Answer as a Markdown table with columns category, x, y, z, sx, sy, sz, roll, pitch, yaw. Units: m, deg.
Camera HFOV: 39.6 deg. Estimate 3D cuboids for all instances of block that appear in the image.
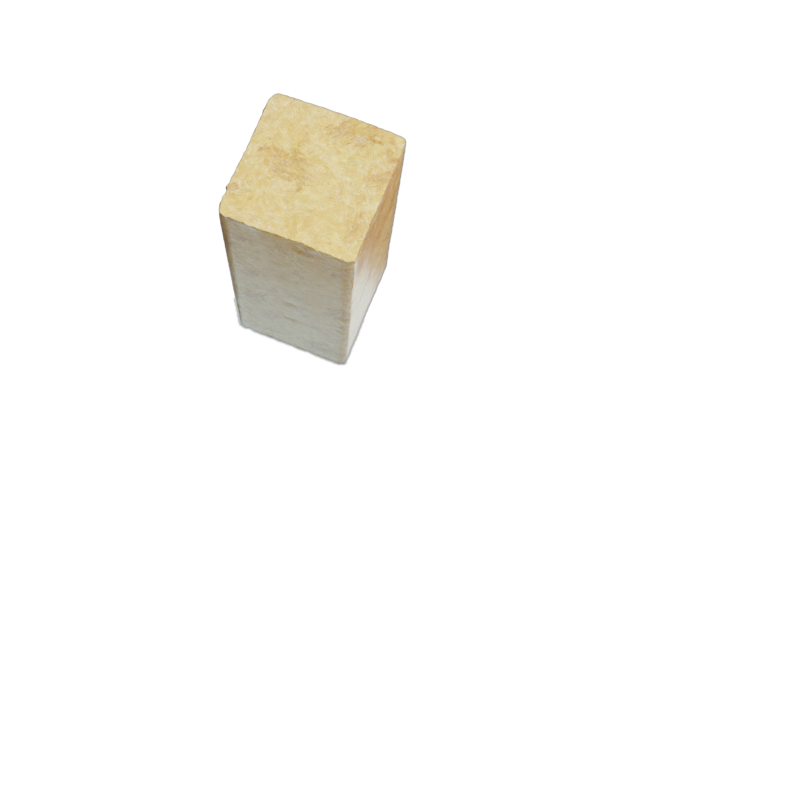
| category | x | y | z | sx | sy | sz | roll | pitch | yaw |
| --- | --- | --- | --- | --- | --- | --- | --- | --- | --- |
| block | -0.059 | -0.108 | 0.751 | 0.091 | 0.093 | 0.198 | 21 | -17 | 3 |
